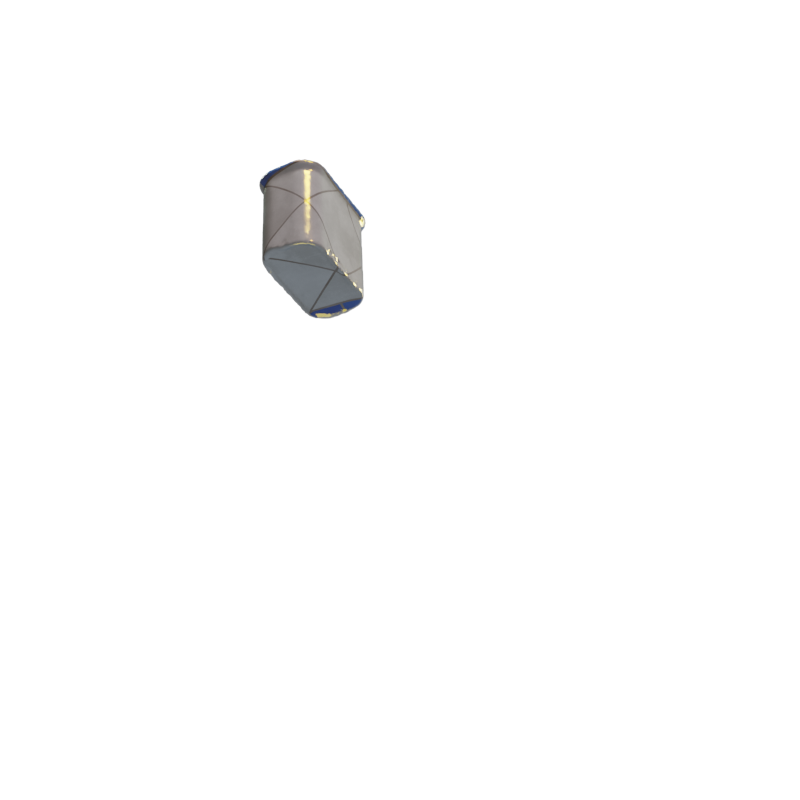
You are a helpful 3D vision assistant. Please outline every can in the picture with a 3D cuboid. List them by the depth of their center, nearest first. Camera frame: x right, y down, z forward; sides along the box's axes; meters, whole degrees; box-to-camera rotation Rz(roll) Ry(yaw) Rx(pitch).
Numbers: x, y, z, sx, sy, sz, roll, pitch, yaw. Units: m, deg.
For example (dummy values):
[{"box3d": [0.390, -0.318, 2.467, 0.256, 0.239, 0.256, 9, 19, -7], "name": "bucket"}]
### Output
[{"box3d": [-0.069, -0.126, 0.882, 0.058, 0.090, 0.094, -19, -40, 21], "name": "can"}]
